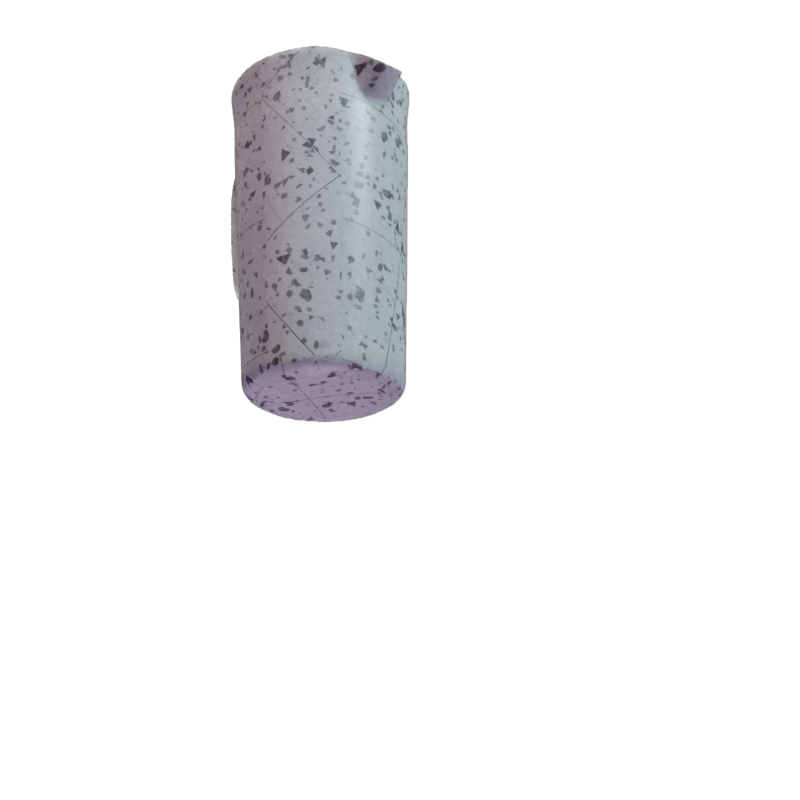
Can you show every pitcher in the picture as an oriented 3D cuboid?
[{"bbox_3d":[-0.061,-0.112,0.783,0.146,0.257,0.140,-3,-25,4],"label":"pitcher"}]
